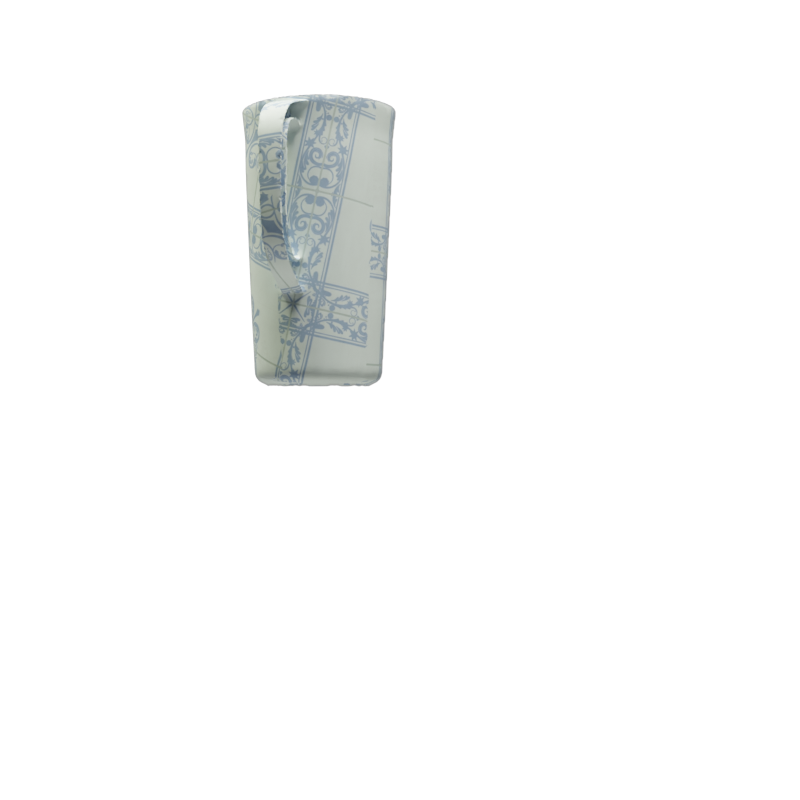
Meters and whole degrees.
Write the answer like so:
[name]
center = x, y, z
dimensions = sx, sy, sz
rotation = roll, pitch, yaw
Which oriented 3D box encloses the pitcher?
[pitcher]
center = -0.074, -0.134, 0.942
dimensions = 0.144, 0.247, 0.148
rotation = 2, -6, -27
